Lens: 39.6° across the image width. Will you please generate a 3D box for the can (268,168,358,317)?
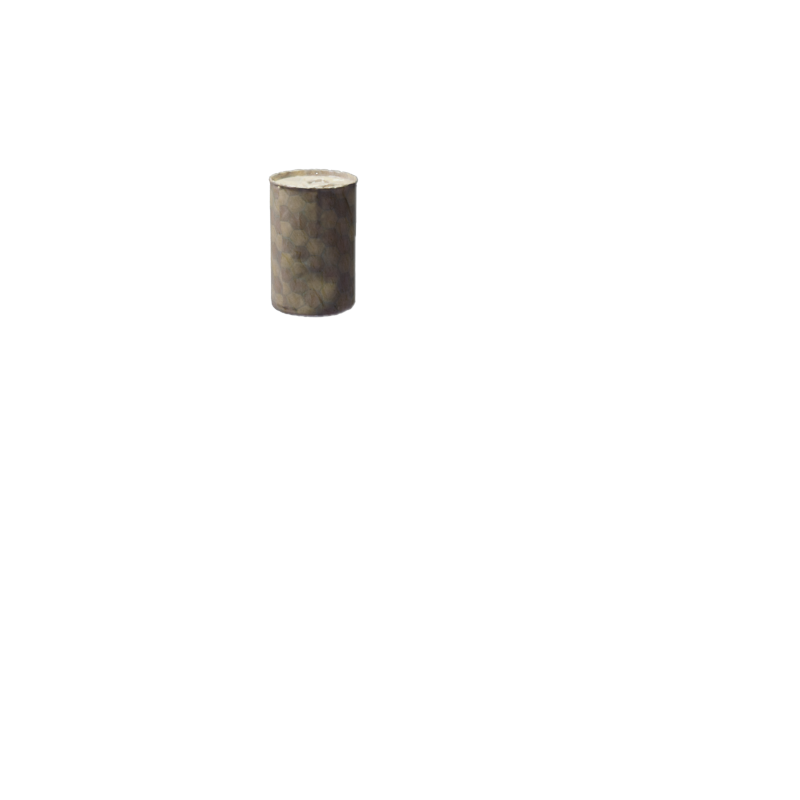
[{"bbox_3d":[-0.067,-0.122,0.857,0.068,0.098,0.071,0,18,-2],"label":"can"}]
